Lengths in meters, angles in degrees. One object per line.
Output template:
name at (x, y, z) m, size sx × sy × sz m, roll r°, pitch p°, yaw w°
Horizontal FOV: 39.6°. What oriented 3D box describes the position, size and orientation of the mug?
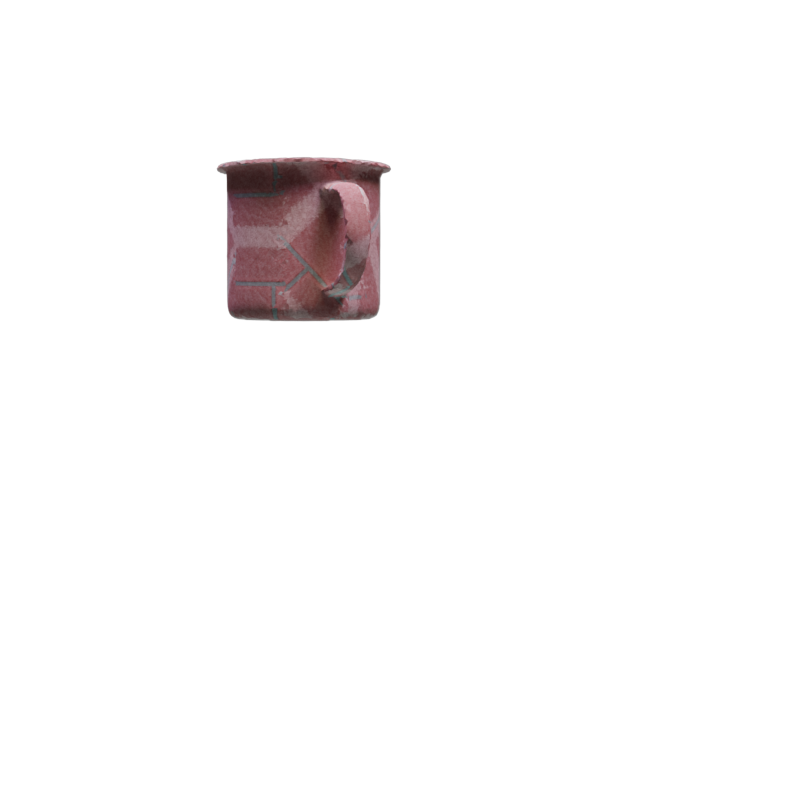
mug at (-0.045, -0.083, 0.580) m, size 0.090 × 0.082 × 0.121 m, roll -1°, pitch 4°, yaw -28°
